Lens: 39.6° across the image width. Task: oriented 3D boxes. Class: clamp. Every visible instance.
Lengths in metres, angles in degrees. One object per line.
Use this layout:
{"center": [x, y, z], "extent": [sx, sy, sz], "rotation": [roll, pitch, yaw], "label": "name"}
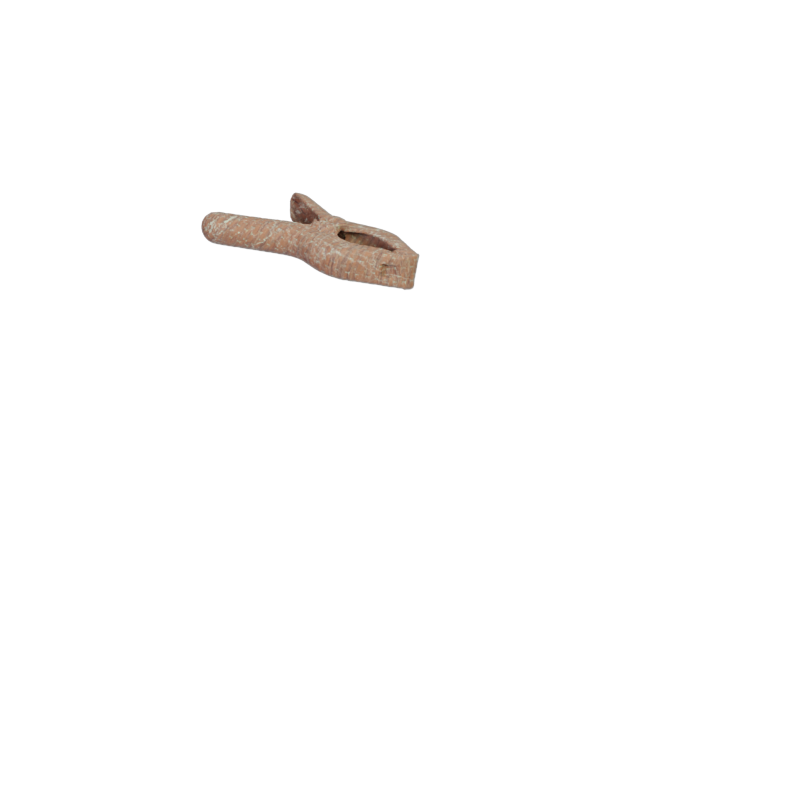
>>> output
{"center": [-0.067, -0.122, 0.855], "extent": [0.119, 0.037, 0.183], "rotation": [-23, 35, -38], "label": "clamp"}
